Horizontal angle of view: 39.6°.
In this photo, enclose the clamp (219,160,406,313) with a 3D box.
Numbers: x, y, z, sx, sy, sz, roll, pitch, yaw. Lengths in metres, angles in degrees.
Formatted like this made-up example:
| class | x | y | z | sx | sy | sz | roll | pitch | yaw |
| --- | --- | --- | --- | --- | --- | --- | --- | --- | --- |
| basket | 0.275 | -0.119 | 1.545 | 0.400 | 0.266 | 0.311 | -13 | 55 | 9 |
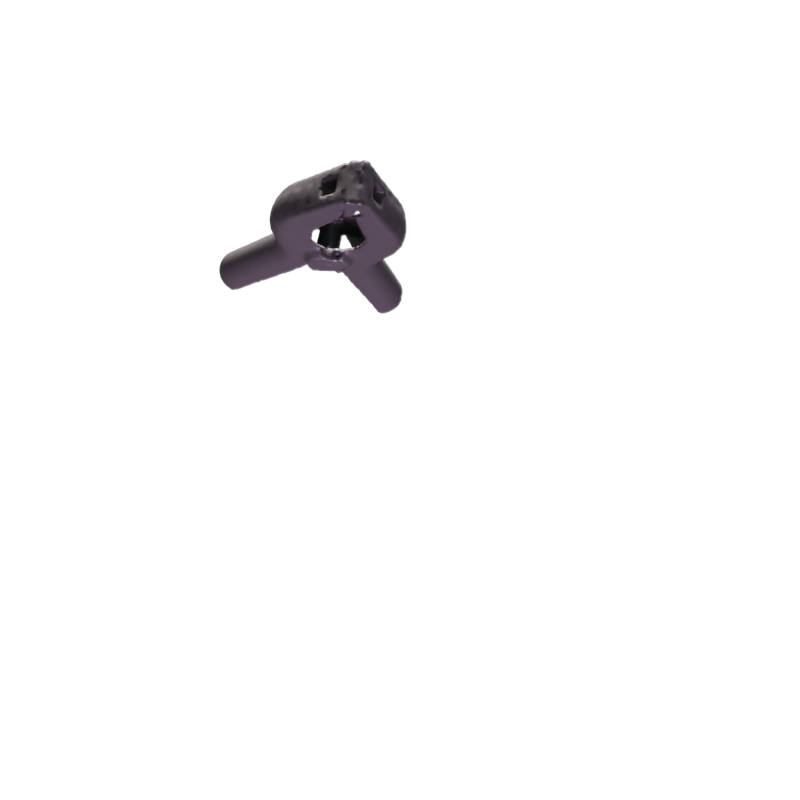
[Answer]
| class | x | y | z | sx | sy | sz | roll | pitch | yaw |
| --- | --- | --- | --- | --- | --- | --- | --- | --- | --- |
| clamp | -0.052 | -0.095 | 0.668 | 0.120 | 0.041 | 0.163 | 1 | -20 | -4 |
